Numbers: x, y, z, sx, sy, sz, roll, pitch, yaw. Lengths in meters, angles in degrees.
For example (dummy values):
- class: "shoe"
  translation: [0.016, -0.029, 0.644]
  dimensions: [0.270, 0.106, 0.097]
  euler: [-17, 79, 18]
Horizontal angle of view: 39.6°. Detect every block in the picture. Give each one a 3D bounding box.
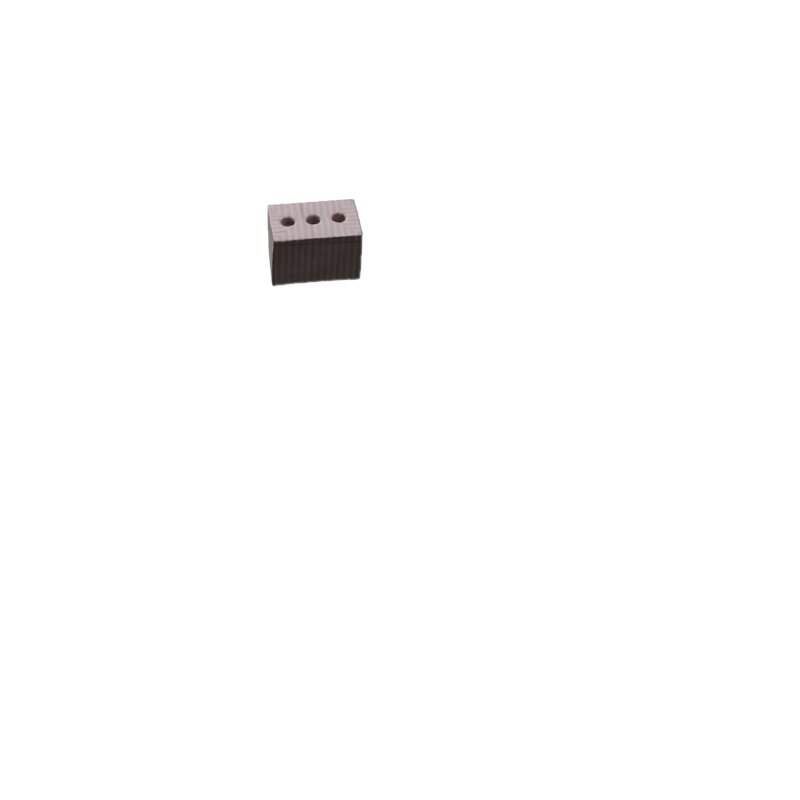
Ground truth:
- class: "block"
  translation: [-0.075, -0.136, 0.956]
  dimensions: [0.077, 0.048, 0.057]
  euler: [-6, 45, -7]
